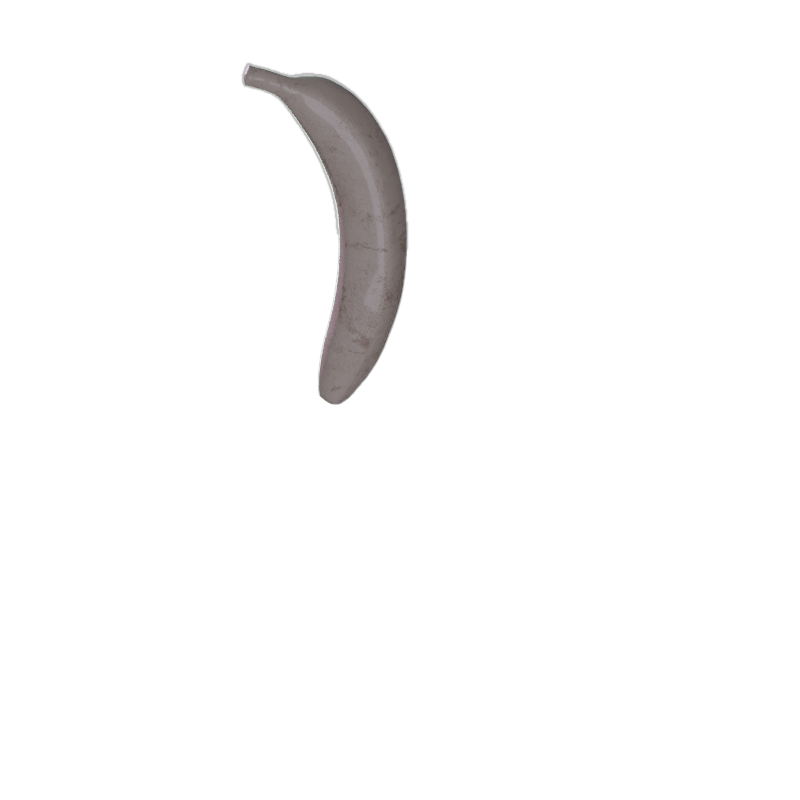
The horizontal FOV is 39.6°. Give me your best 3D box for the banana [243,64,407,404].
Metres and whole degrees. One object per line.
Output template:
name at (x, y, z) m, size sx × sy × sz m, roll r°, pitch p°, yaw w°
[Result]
banana at (-0.030, -0.093, 0.600) m, size 0.070 × 0.189 × 0.038 m, roll -11°, pitch 18°, yaw 3°
